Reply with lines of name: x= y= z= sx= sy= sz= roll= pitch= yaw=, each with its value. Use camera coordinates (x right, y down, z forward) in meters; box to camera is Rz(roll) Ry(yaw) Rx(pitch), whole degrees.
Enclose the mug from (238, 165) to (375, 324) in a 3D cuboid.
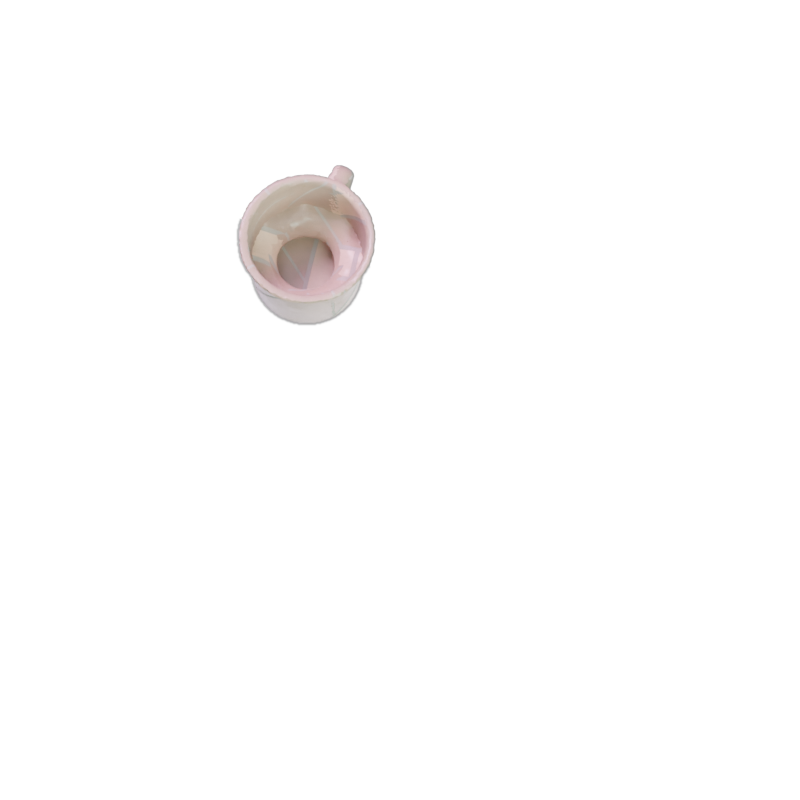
mug: x=-0.062 y=-0.113 z=0.790 sx=0.094 sy=0.121 sz=0.078 roll=20 pitch=-16 yaw=4
